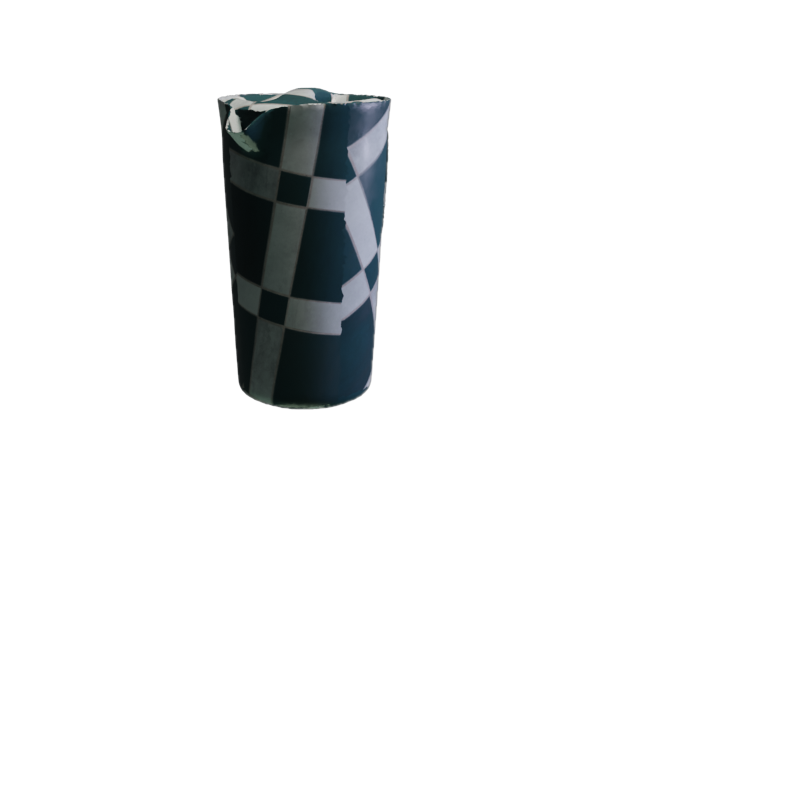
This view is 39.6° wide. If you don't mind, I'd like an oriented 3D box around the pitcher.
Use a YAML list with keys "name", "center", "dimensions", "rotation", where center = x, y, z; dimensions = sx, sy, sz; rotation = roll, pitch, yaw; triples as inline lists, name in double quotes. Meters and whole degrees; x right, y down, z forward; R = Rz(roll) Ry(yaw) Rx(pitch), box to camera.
- name: "pitcher"
  center: [-0.069, -0.126, 0.881]
  dimensions: [0.147, 0.236, 0.152]
  rotation: [-2, 14, -12]
